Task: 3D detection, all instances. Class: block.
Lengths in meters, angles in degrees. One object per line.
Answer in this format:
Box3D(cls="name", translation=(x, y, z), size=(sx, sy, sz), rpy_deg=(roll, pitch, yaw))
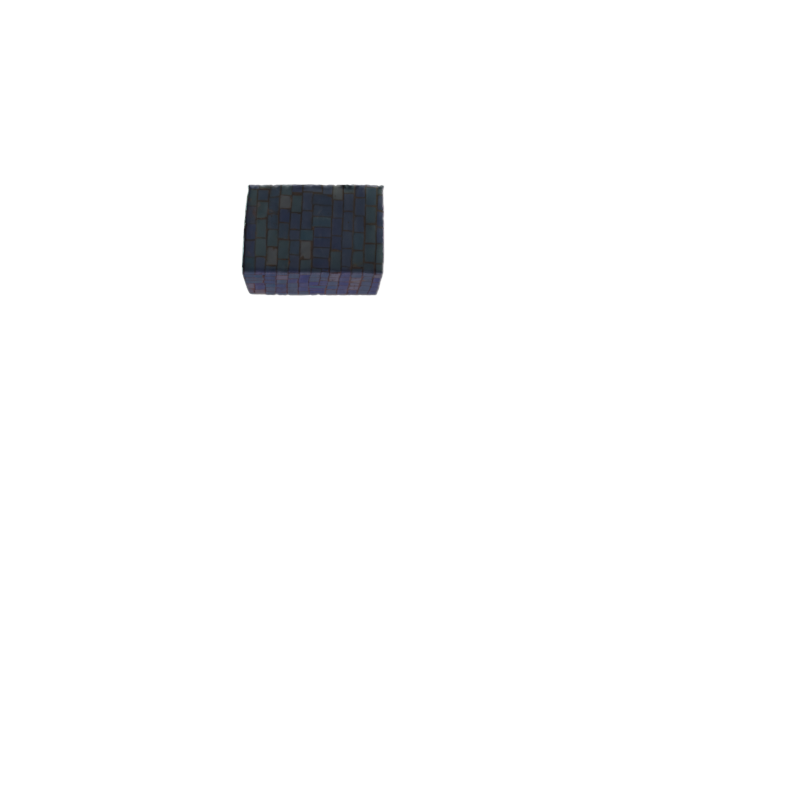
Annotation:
Box3D(cls="block", translation=(-0.049, -0.090, 0.628), size=(0.078, 0.053, 0.051), rpy_deg=(0, -12, -2))
